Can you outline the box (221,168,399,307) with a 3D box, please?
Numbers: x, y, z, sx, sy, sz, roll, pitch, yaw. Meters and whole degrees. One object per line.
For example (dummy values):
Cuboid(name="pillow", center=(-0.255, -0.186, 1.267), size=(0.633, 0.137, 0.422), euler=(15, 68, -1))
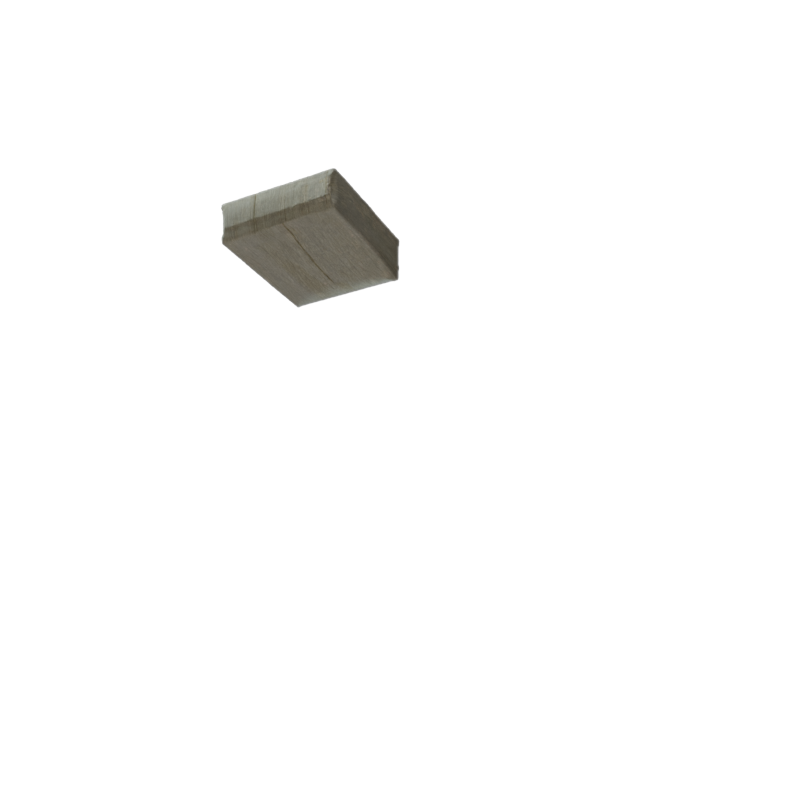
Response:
Cuboid(name="box", center=(-0.062, -0.113, 0.793), size=(0.091, 0.041, 0.105), euler=(-13, -30, 22))
